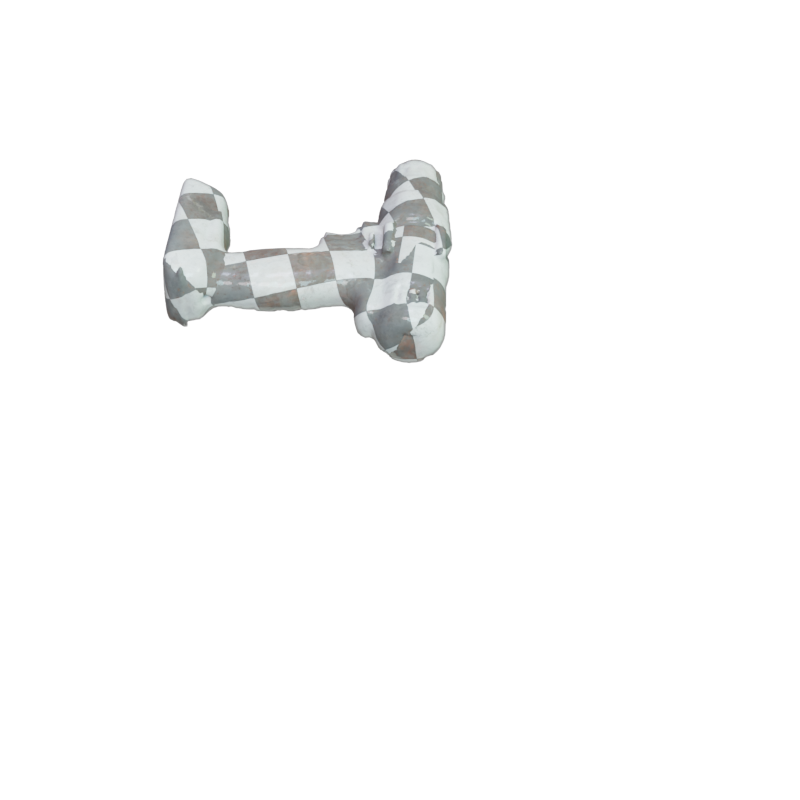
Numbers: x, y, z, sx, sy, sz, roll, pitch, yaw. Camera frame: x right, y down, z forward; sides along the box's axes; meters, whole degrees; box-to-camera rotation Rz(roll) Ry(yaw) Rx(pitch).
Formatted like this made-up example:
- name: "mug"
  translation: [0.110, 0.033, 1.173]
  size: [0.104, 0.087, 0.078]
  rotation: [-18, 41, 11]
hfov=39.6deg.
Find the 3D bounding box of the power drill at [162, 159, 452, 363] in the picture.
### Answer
- name: "power drill"
  translation: [-0.059, -0.107, 0.752]
  size: [0.188, 0.053, 0.197]
  rotation: [2, 43, 2]
